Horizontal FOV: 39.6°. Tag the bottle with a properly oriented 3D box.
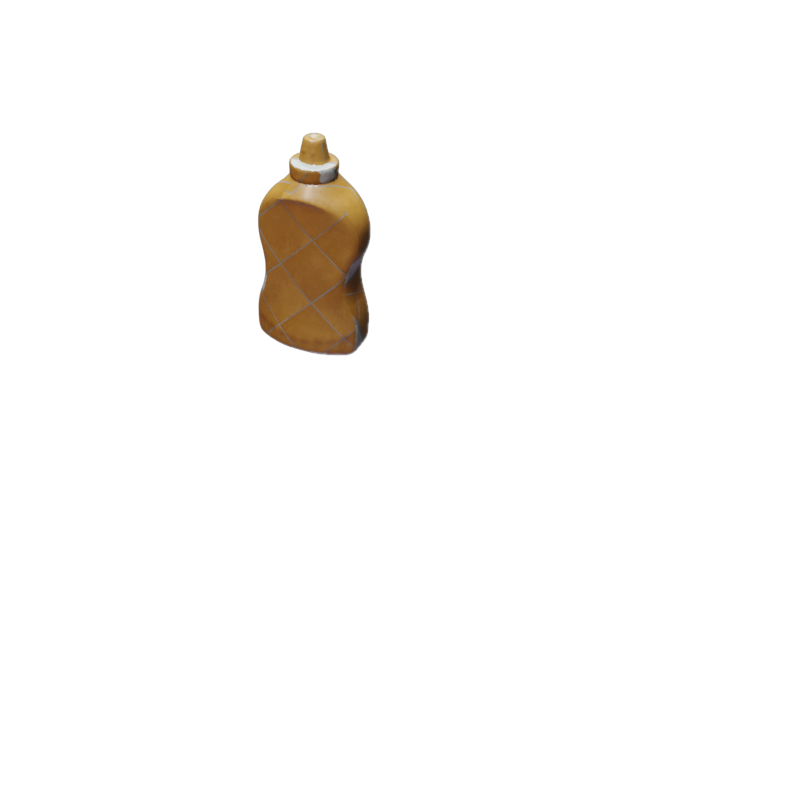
[{"bbox_3d":[-0.073,-0.134,0.934,0.100,0.180,0.060,16,34,22],"label":"bottle"}]
